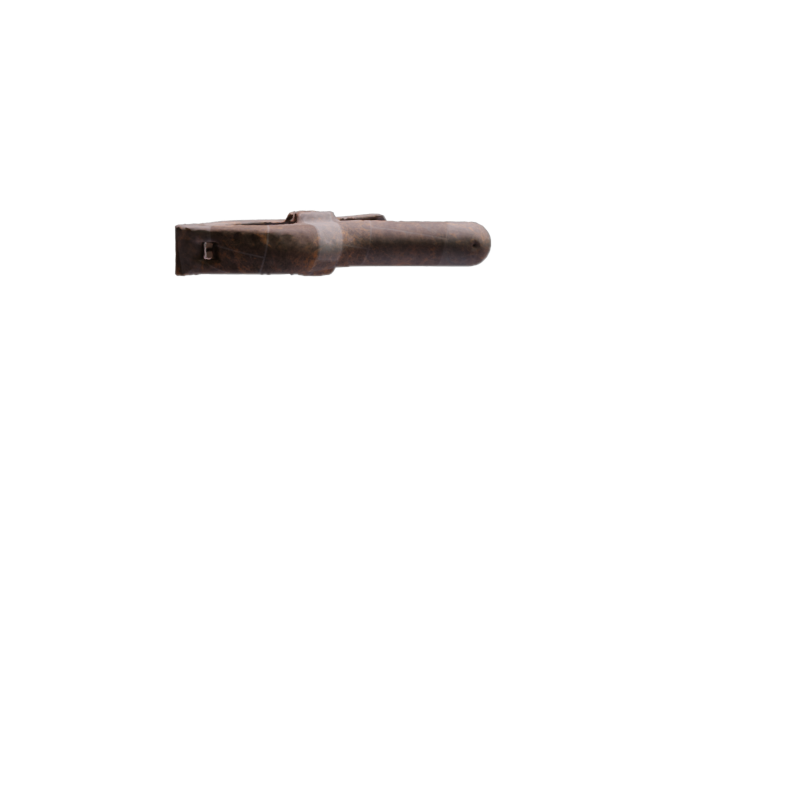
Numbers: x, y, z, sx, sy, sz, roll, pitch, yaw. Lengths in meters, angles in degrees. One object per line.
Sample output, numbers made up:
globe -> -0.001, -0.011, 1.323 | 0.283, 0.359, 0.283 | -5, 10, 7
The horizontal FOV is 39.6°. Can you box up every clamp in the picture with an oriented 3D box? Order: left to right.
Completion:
clamp -> -0.049, -0.090, 0.630 | 0.167, 0.039, 0.124 | -2, 6, -21
